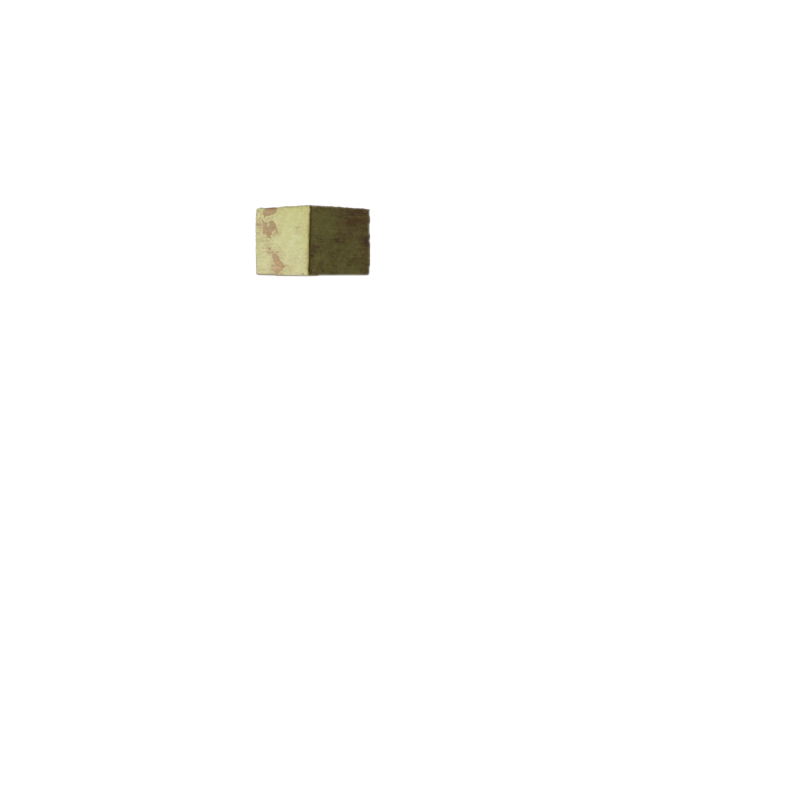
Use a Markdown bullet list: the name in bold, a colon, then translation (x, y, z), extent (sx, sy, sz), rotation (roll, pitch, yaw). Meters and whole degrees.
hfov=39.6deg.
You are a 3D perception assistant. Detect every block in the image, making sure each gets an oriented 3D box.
- **block**: translation (-0.065, -0.119, 0.834), extent (0.055, 0.051, 0.075), rotation (2, 5, 35)
